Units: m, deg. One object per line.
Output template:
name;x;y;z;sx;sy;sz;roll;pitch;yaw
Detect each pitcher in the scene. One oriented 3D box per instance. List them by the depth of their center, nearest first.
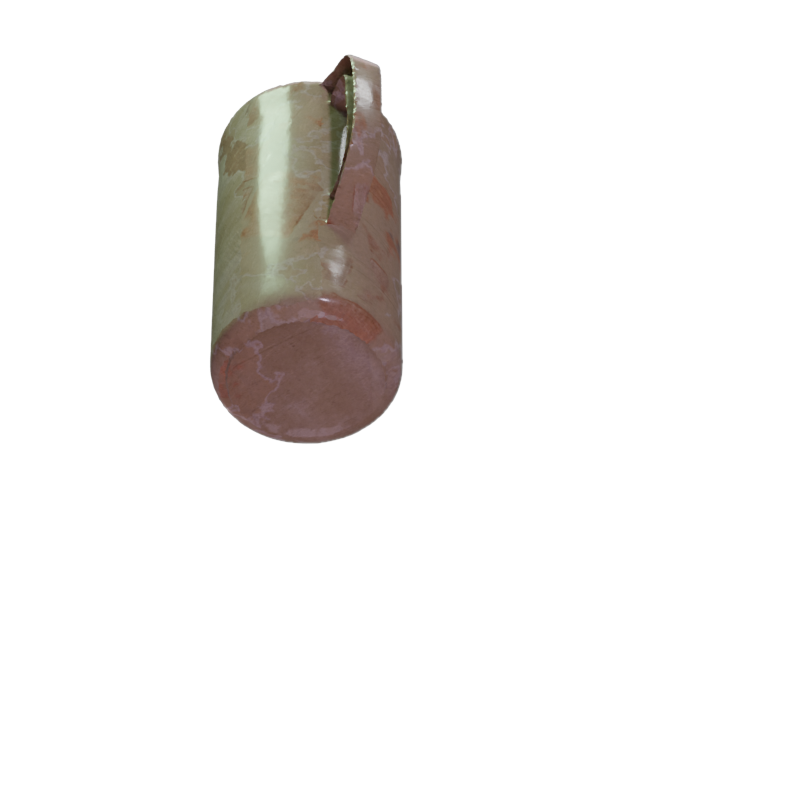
pitcher;-0.055;-0.100;0.702;0.146;0.138;0.260;-18;38;11
